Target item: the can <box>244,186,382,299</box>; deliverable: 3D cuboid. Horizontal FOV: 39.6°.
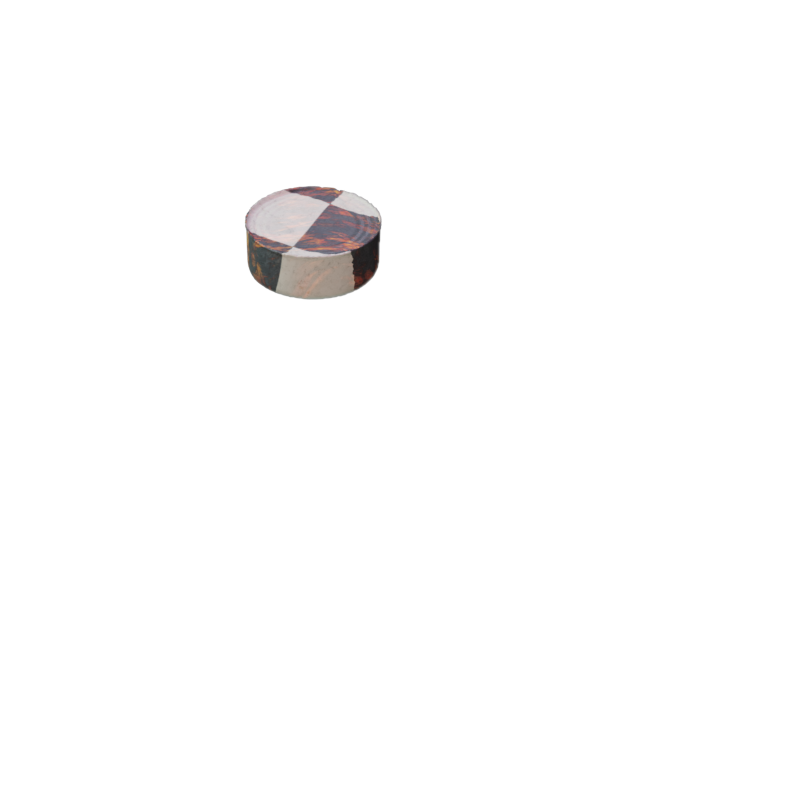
[{"bbox_3d":[-0.055,-0.100,0.701,0.086,0.031,0.092,-1,37,-2],"label":"can"}]
